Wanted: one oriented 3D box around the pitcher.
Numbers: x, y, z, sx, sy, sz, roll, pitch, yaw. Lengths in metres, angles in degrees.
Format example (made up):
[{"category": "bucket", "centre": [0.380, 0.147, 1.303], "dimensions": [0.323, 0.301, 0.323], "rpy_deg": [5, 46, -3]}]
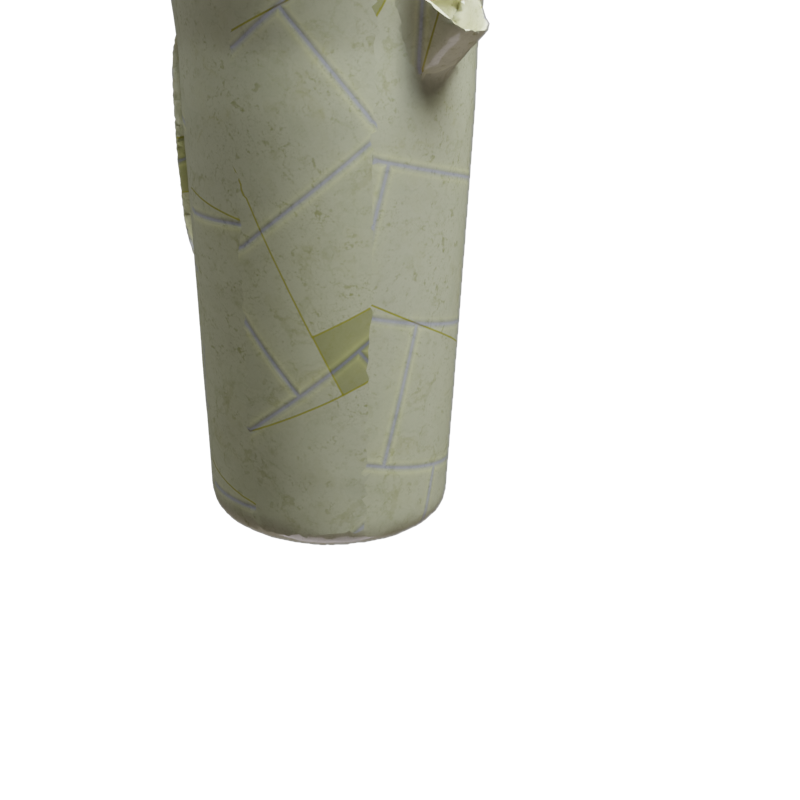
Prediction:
[{"category": "pitcher", "centre": [-0.039, -0.071, 0.499], "dimensions": [0.145, 0.236, 0.154], "rpy_deg": [1, 14, 0]}]
